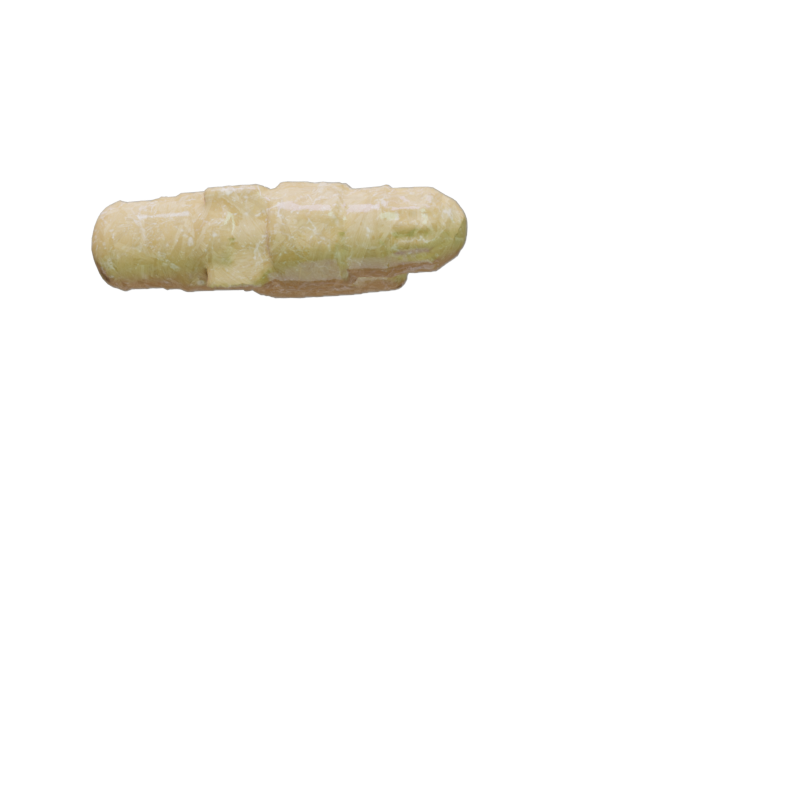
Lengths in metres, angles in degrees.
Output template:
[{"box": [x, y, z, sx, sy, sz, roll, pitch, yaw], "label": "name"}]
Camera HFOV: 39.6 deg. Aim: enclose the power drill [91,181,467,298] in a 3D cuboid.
[{"box": [-0.047, -0.085, 0.597, 0.188, 0.057, 0.184, 1, 3, 13], "label": "power drill"}]
